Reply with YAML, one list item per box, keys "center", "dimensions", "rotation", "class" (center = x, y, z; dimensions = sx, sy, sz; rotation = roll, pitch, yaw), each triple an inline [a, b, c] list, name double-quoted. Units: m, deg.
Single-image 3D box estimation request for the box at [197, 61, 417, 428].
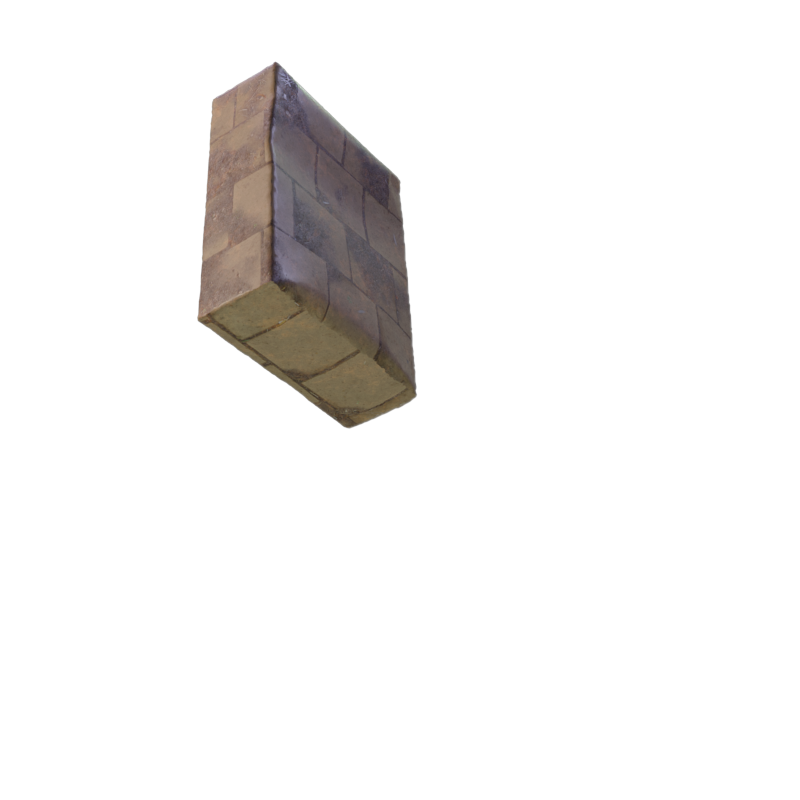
- center: [-0.062, -0.113, 0.792]
  dimensions: [0.072, 0.229, 0.152]
  rotation: [-27, -44, 27]
  class: "box"
